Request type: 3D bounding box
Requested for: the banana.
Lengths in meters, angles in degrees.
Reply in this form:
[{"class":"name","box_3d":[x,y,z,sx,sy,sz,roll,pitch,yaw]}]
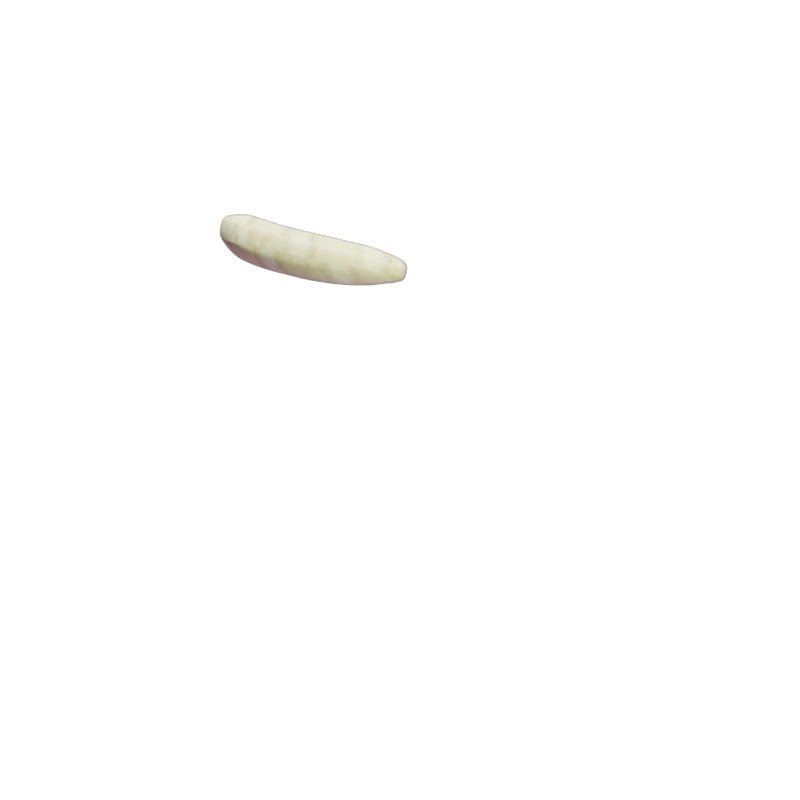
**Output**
[{"class":"banana","box_3d":[-0.086,-0.125,0.898,0.069,0.035,0.210,-21,32,-40]}]
